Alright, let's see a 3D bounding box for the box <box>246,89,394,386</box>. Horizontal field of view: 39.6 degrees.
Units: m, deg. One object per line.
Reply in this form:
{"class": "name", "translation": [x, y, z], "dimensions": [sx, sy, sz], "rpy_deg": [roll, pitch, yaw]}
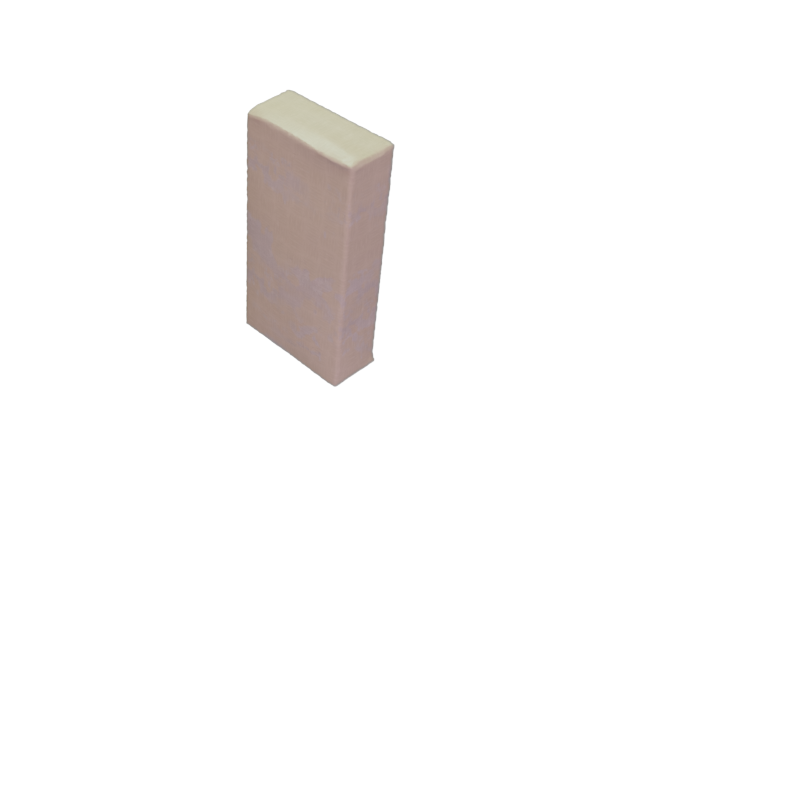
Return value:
{"class": "box", "translation": [-0.057, -0.103, 0.720], "dimensions": [0.099, 0.164, 0.048], "rpy_deg": [34, 50, 30]}
